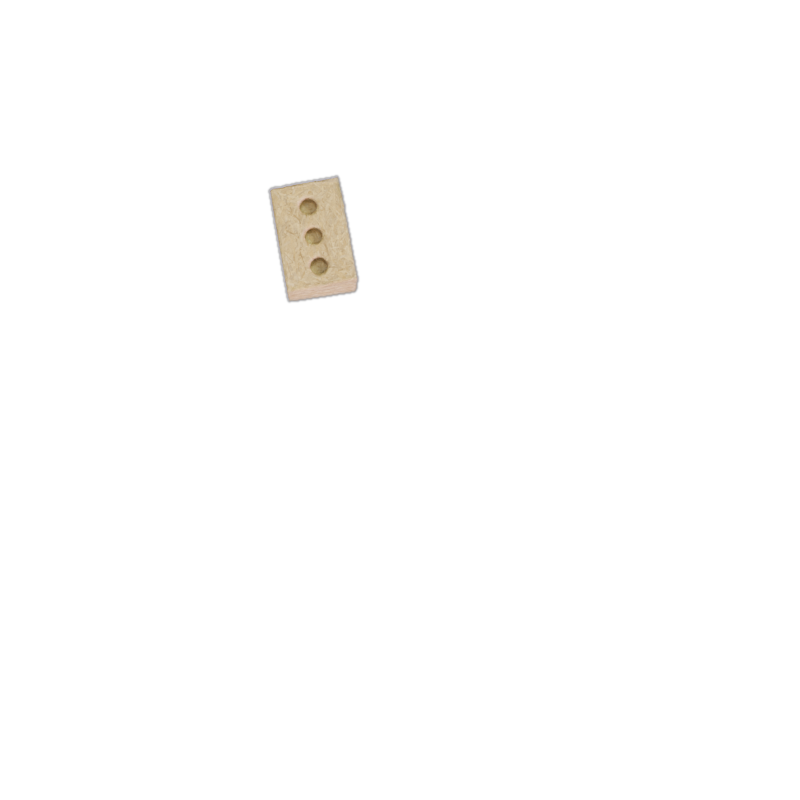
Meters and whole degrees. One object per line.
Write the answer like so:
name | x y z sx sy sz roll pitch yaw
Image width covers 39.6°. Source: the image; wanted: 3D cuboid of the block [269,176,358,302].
block | -0.063 -0.115 0.809 0.053 0.080 0.050 -11 -8 -3
